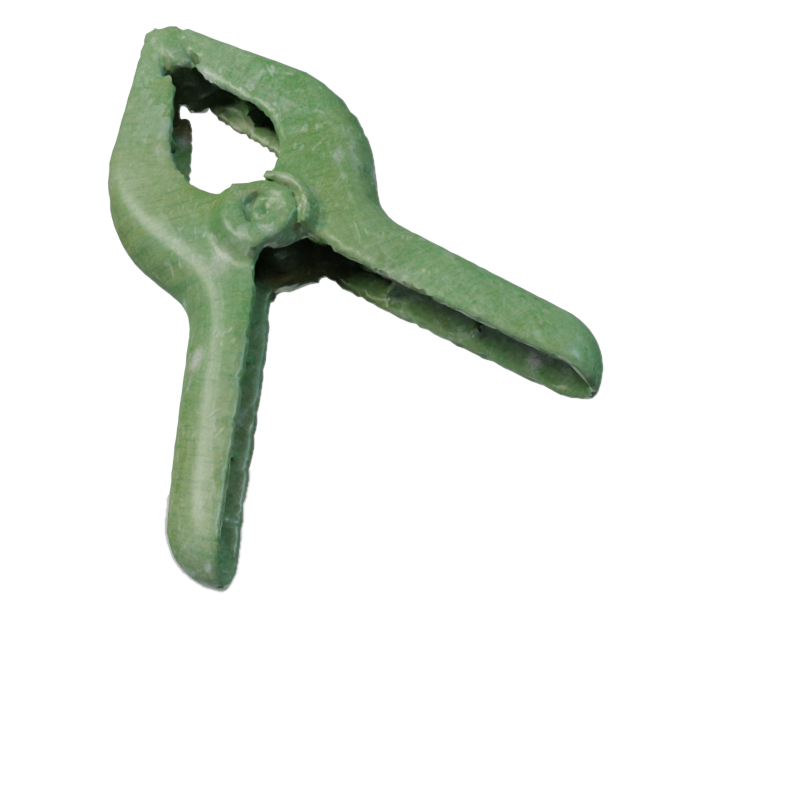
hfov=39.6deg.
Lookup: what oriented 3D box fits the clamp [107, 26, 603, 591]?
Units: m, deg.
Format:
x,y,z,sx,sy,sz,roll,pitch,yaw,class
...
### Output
x,y,z,sx,sy,sz,roll,pitch,yaw,class
-0.025,-0.045,0.317,0.119,0.183,0.037,-16,-27,-9,clamp
